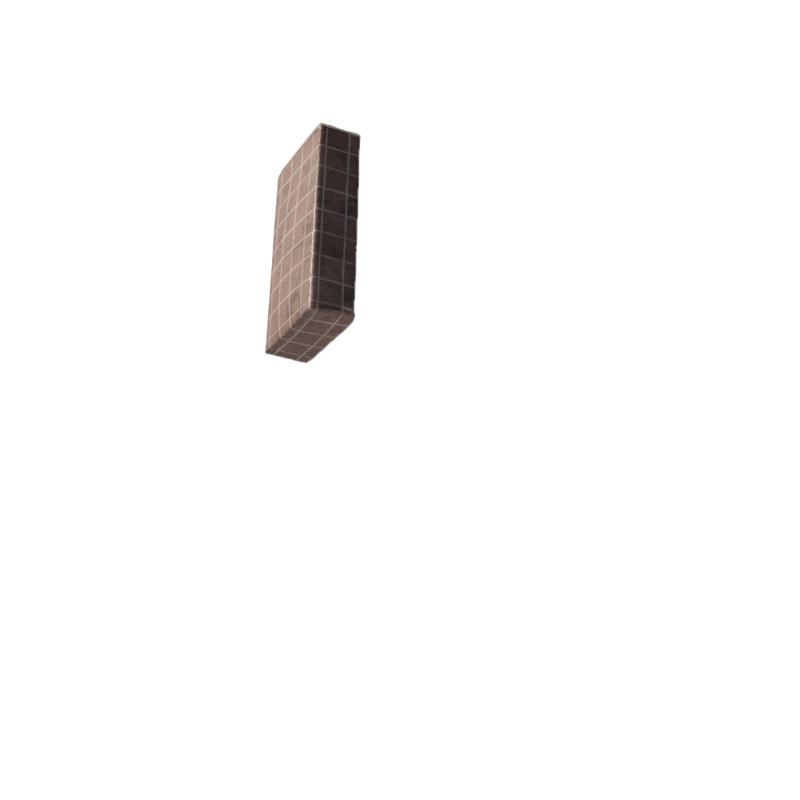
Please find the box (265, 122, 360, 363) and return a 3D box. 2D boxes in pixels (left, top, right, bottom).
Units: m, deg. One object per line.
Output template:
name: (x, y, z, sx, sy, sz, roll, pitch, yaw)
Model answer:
box: (-0.072, -0.130, 0.913, 0.046, 0.187, 0.091, 13, -31, -26)
